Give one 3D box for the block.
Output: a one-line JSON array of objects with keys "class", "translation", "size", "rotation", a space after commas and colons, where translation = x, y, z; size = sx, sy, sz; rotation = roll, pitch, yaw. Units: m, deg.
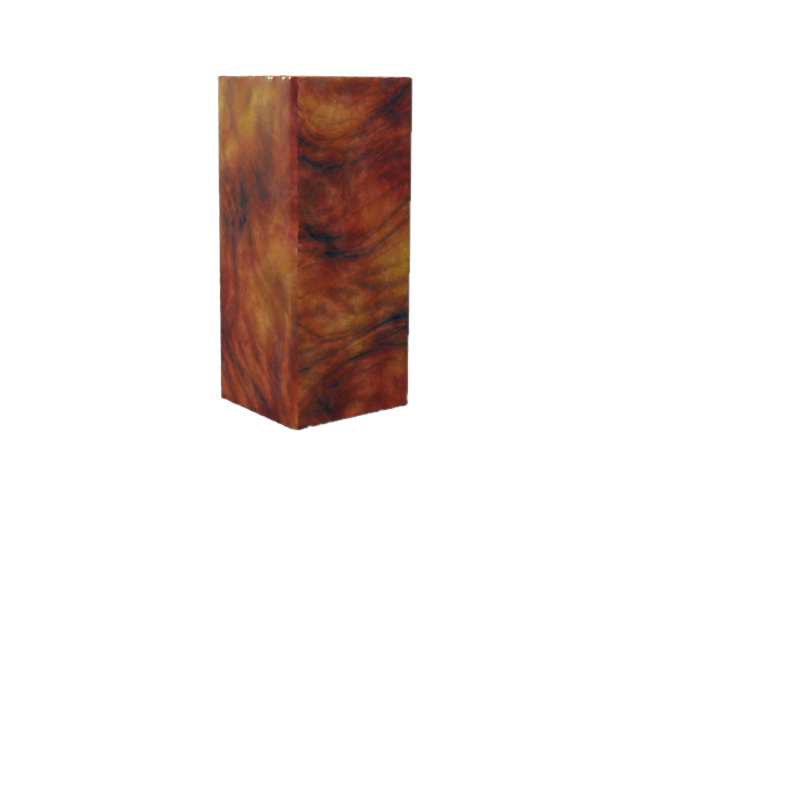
[{"class": "block", "translation": [-0.055, -0.099, 0.696], "size": [0.088, 0.202, 0.095], "rotation": [-7, 13, -38]}]
